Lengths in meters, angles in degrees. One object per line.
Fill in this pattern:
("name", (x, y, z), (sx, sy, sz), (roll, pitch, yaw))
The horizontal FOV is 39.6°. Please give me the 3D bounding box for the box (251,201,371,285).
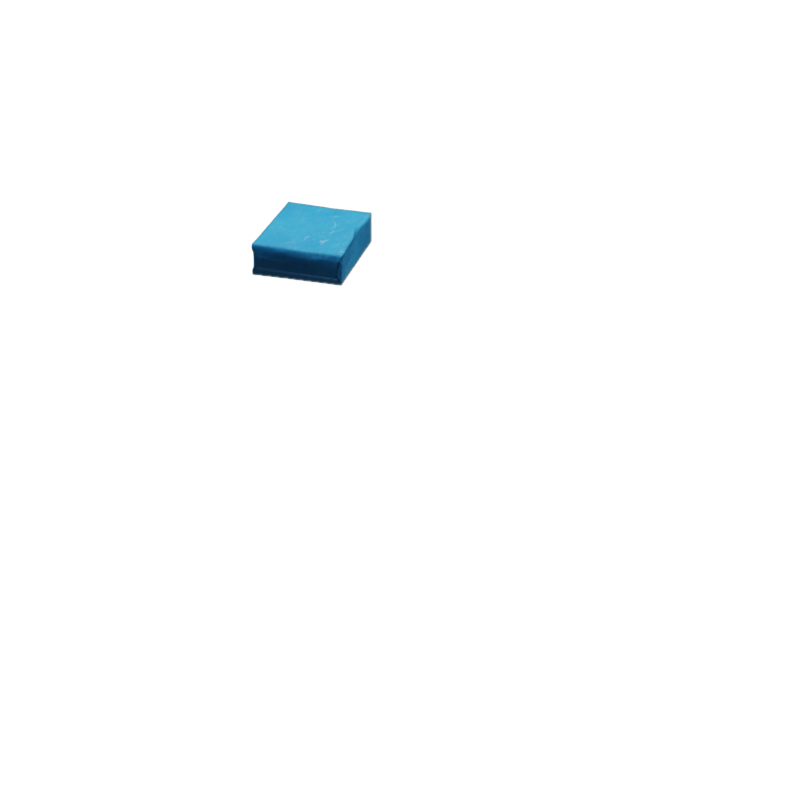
("box", (-0.069, -0.125, 0.876), (0.075, 0.028, 0.092), (8, 31, 14))
